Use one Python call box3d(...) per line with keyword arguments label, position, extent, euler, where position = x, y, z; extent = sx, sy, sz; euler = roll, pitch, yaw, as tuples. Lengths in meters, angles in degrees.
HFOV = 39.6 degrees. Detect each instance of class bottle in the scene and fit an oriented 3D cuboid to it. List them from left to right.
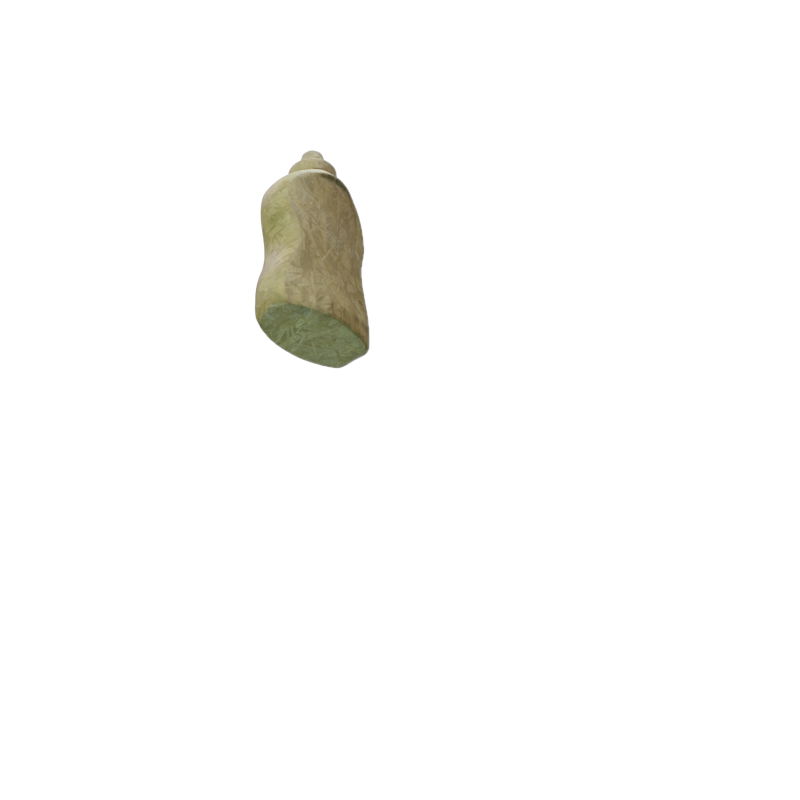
box3d(label="bottle", position=(-0.069, -0.126, 0.882), extent=(0.090, 0.206, 0.058), euler=(29, -47, -35))
